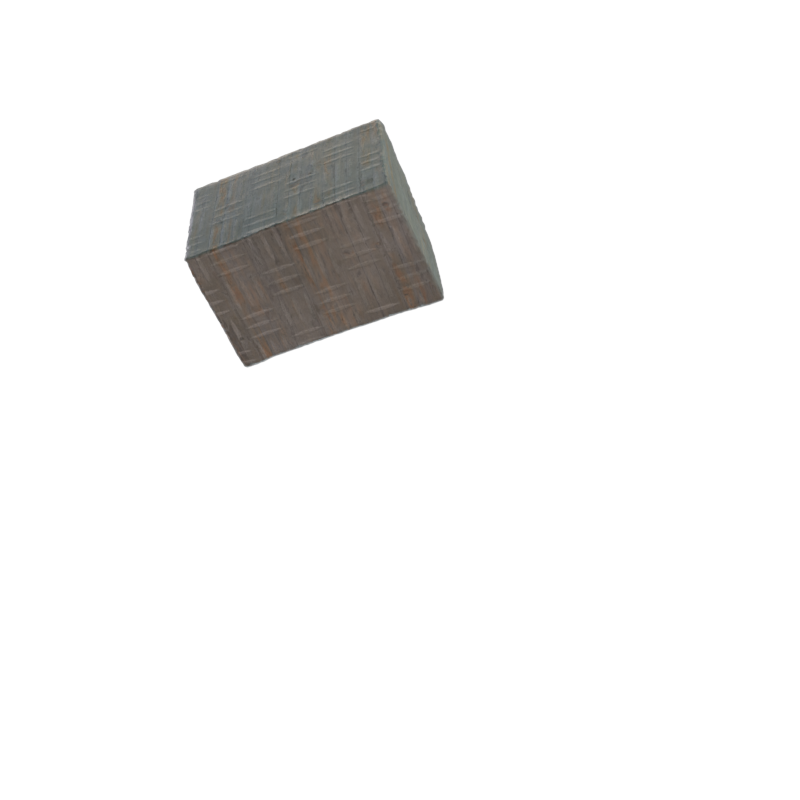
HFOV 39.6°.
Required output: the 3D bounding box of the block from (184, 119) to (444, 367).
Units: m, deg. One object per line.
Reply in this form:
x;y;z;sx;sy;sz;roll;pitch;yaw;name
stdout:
-0.031;-0.057;0.400;0.078;0.049;0.055;-18;35;11;block
